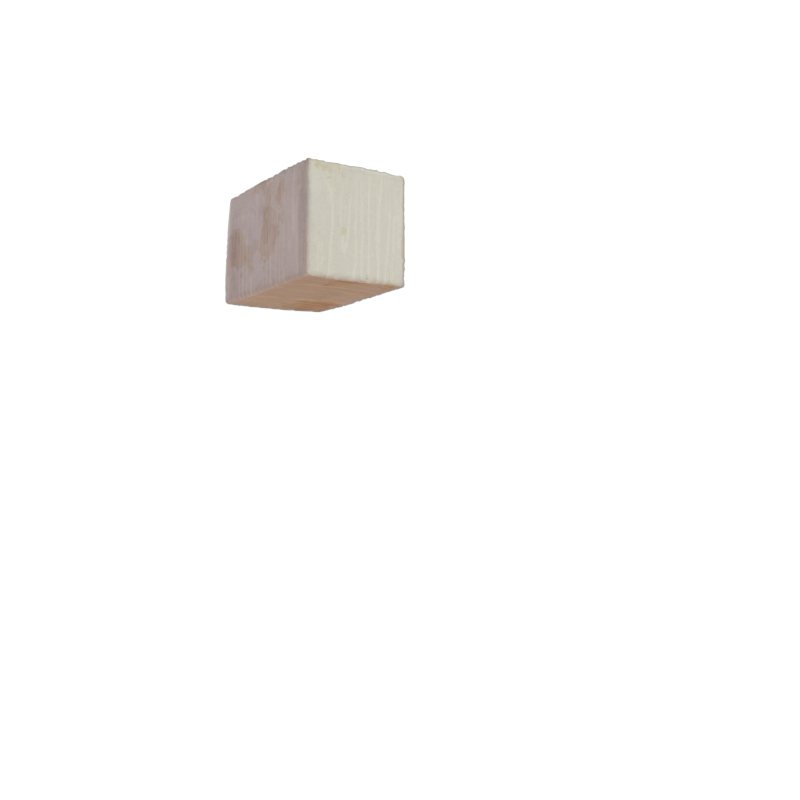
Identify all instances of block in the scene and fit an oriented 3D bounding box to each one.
[{"bbox_3d":[-0.040,-0.072,0.507,0.050,0.053,0.079,6,-11,-33],"label":"block"}]
